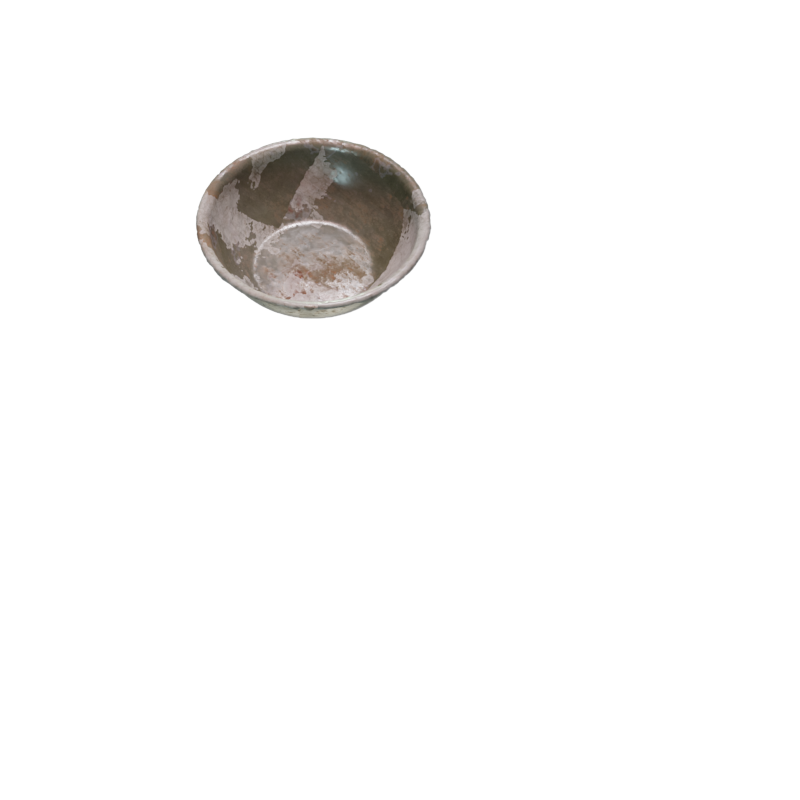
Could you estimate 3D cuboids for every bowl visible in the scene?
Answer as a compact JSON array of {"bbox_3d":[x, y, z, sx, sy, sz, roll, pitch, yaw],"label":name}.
[{"bbox_3d":[-0.061,-0.112,0.781,0.162,0.174,0.051,-1,-38,-1],"label":"bowl"}]
